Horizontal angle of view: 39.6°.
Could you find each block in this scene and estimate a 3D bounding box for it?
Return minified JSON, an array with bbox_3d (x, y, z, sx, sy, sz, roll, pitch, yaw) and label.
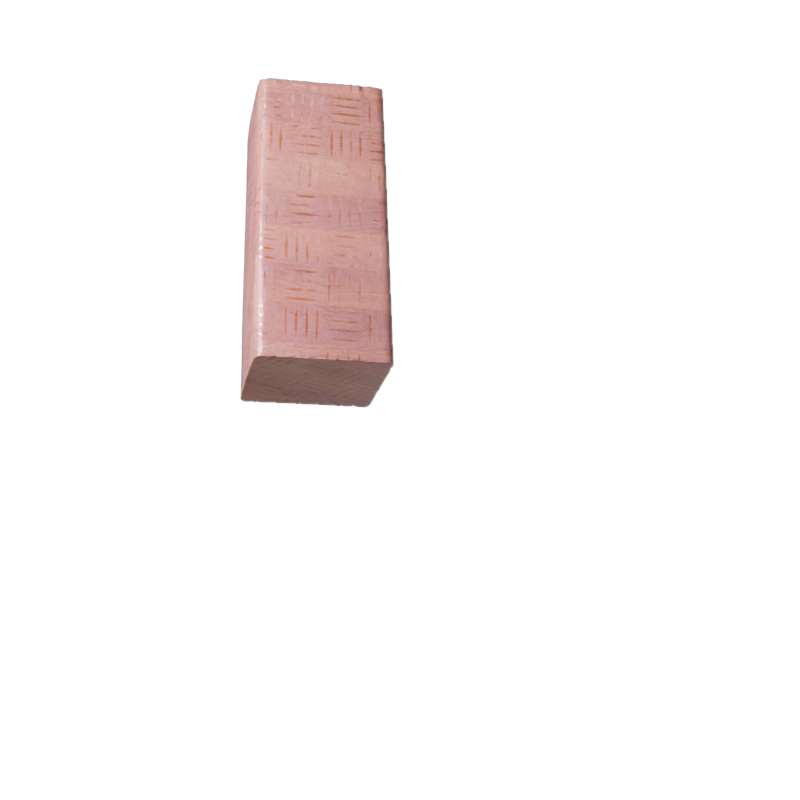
[{"bbox_3d":[-0.060,-0.110,0.766,0.089,0.218,0.086,3,-25,-11],"label":"block"}]
